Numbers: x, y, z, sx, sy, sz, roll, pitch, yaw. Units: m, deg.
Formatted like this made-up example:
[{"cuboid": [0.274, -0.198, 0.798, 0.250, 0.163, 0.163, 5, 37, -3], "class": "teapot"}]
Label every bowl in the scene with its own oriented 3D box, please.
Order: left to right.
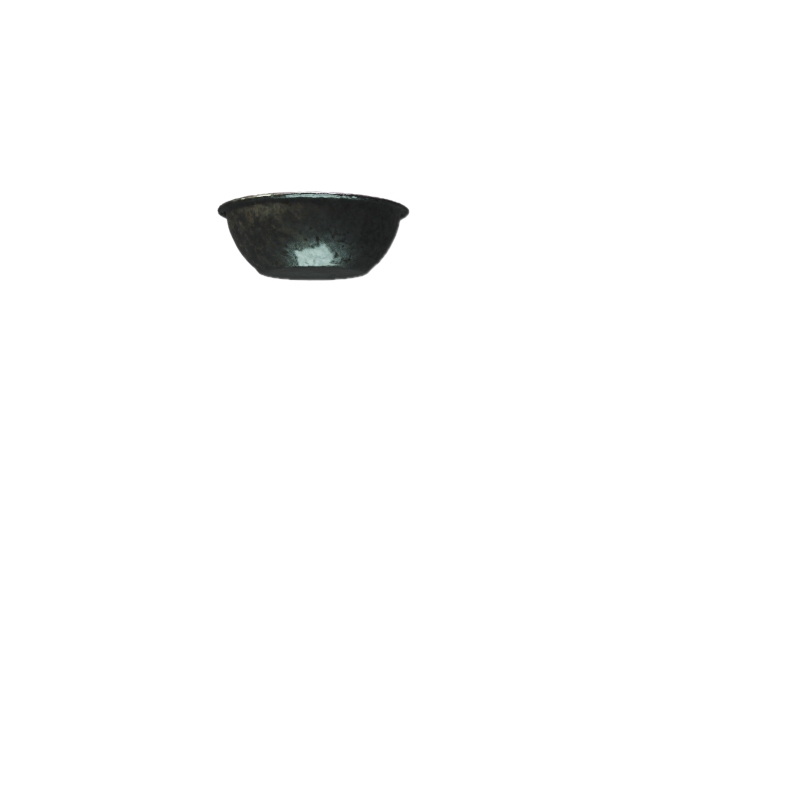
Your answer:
[{"cuboid": [-0.073, -0.133, 0.929, 0.162, 0.056, 0.160, 0, -2, -2], "class": "bowl"}]
